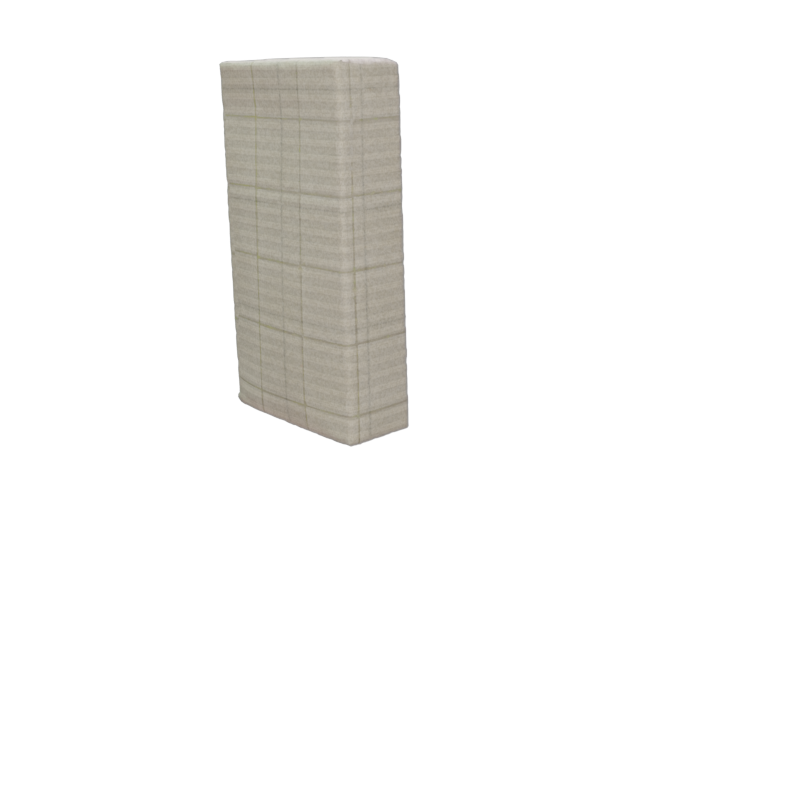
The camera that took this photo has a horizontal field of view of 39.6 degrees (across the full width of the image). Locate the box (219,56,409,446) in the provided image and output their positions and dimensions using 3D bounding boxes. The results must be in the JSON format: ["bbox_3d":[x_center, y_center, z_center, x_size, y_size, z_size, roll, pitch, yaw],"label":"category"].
[{"bbox_3d":[-0.042,-0.077,0.536,0.047,0.172,0.098,-8,14,-41],"label":"box"}]
